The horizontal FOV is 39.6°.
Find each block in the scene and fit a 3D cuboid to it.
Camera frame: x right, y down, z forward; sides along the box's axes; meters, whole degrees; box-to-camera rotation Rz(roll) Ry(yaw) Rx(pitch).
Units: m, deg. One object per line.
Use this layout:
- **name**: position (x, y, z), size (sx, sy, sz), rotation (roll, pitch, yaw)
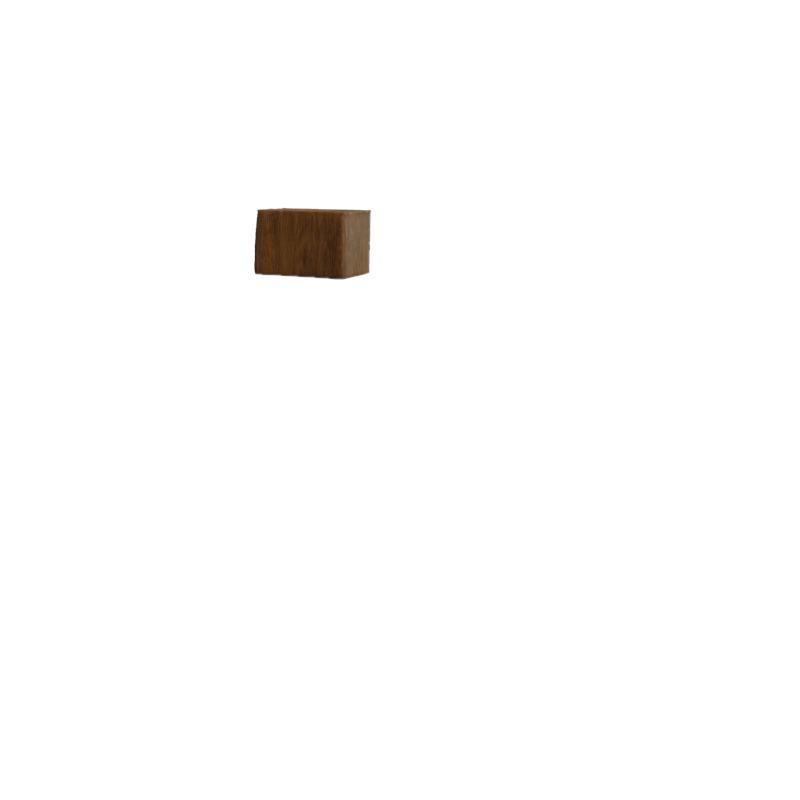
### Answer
- **block**: position (-0.068, -0.124, 0.865), size (0.081, 0.050, 0.052), rotation (5, 10, 24)
